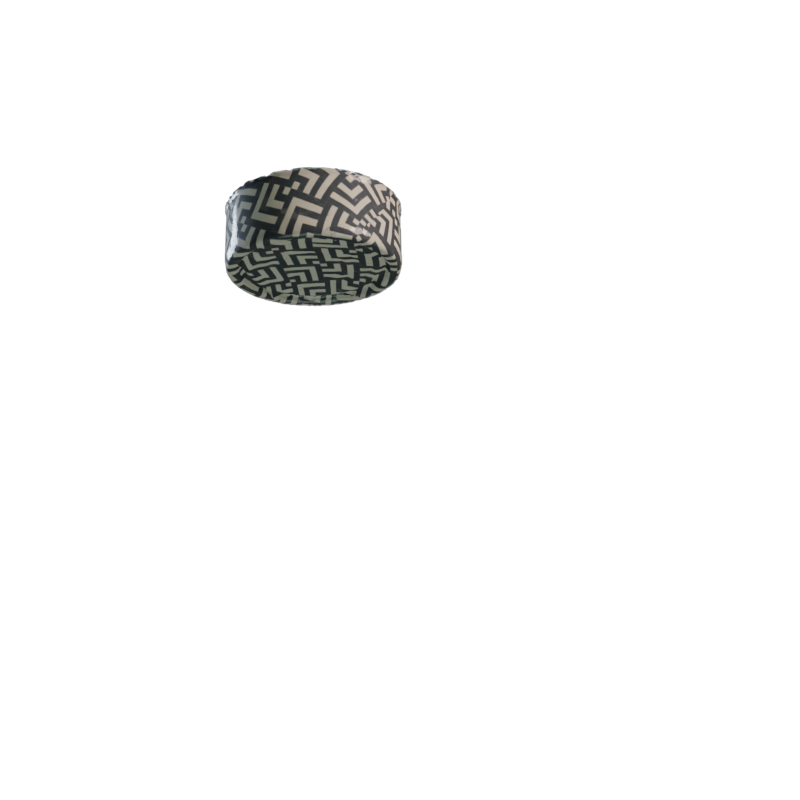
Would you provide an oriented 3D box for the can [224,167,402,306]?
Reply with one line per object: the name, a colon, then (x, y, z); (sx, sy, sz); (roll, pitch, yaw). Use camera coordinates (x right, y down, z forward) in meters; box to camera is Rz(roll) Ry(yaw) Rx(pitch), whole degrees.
can: (-0.042, -0.076, 0.532); (0.086, 0.035, 0.082); (0, -20, -2)
